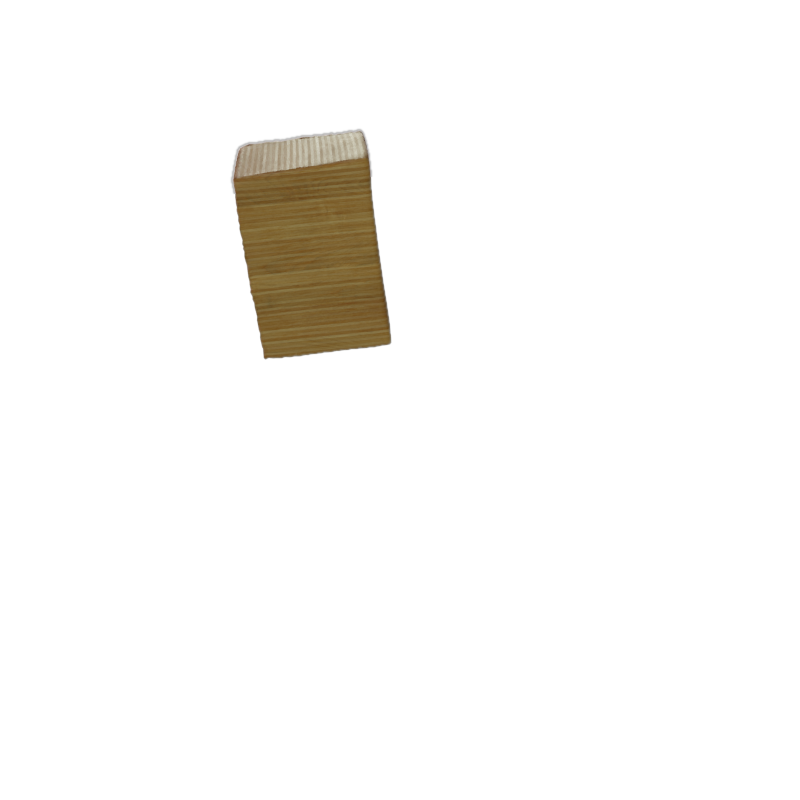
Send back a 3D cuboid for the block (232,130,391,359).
[{"bbox_3d":[-0.035,-0.063,0.443,0.053,0.074,0.054,-7,23,1],"label":"block"}]
